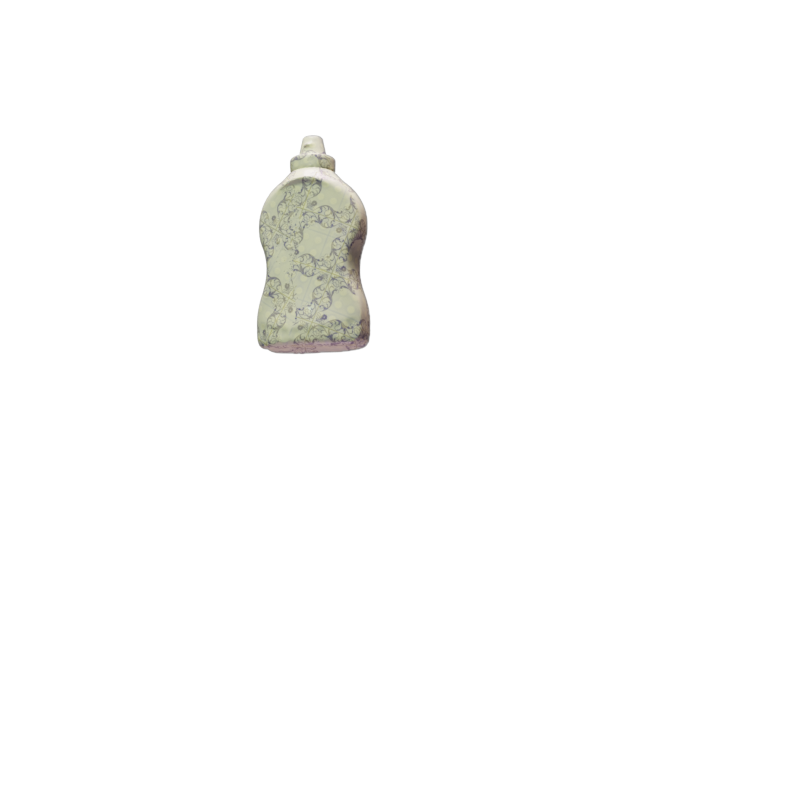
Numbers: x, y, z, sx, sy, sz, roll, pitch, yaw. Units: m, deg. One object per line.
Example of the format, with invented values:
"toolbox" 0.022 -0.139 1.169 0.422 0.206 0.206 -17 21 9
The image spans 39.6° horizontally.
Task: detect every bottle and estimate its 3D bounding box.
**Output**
"bottle" -0.077 -0.139 0.975 0.098 0.198 0.055 -5 -13 19
